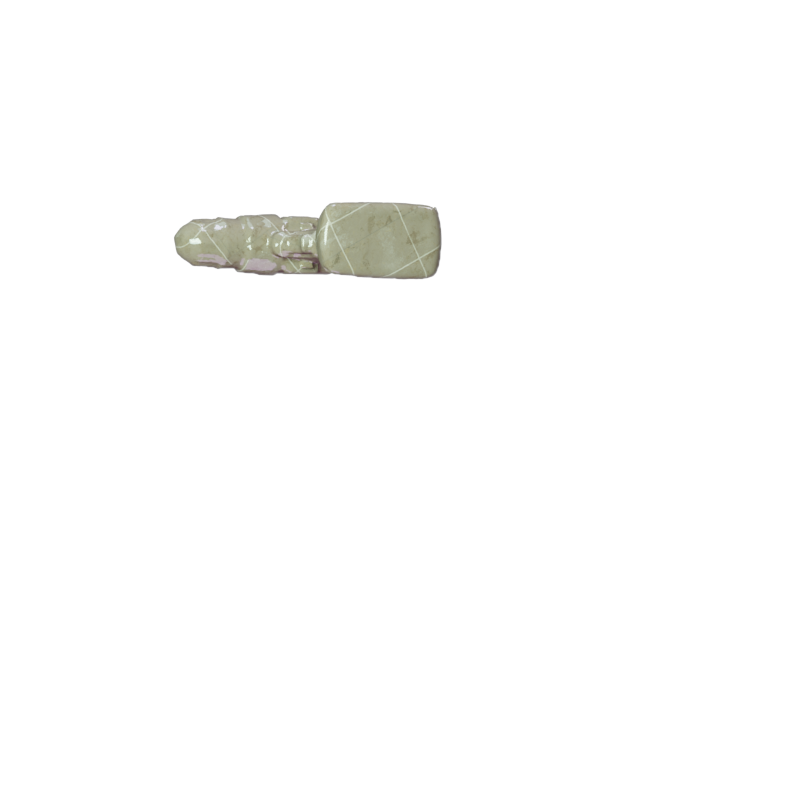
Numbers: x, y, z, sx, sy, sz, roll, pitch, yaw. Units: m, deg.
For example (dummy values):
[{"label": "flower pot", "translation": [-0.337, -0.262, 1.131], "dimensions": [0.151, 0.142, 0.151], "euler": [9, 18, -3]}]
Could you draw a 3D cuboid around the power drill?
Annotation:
[{"label": "power drill", "translation": [-0.070, -0.127, 0.890], "dimensions": [0.179, 0.057, 0.195], "euler": [-4, 8, -28]}]
